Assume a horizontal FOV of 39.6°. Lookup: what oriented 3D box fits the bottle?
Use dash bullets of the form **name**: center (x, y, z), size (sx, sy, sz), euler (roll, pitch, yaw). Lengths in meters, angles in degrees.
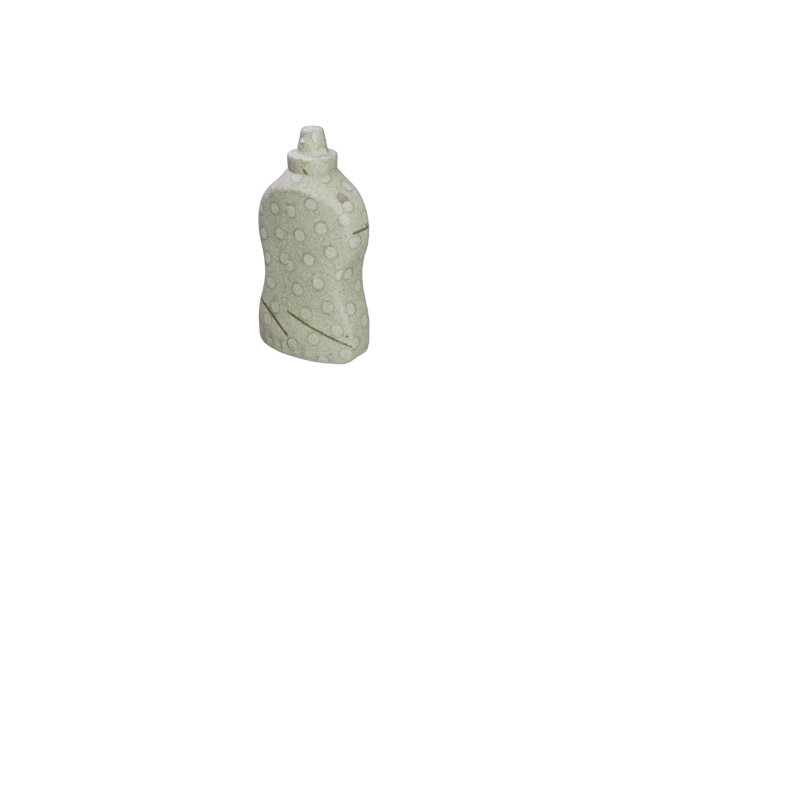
- **bottle**: center (-0.072, -0.130, 0.911), size (0.101, 0.183, 0.058), euler (15, 24, 32)
